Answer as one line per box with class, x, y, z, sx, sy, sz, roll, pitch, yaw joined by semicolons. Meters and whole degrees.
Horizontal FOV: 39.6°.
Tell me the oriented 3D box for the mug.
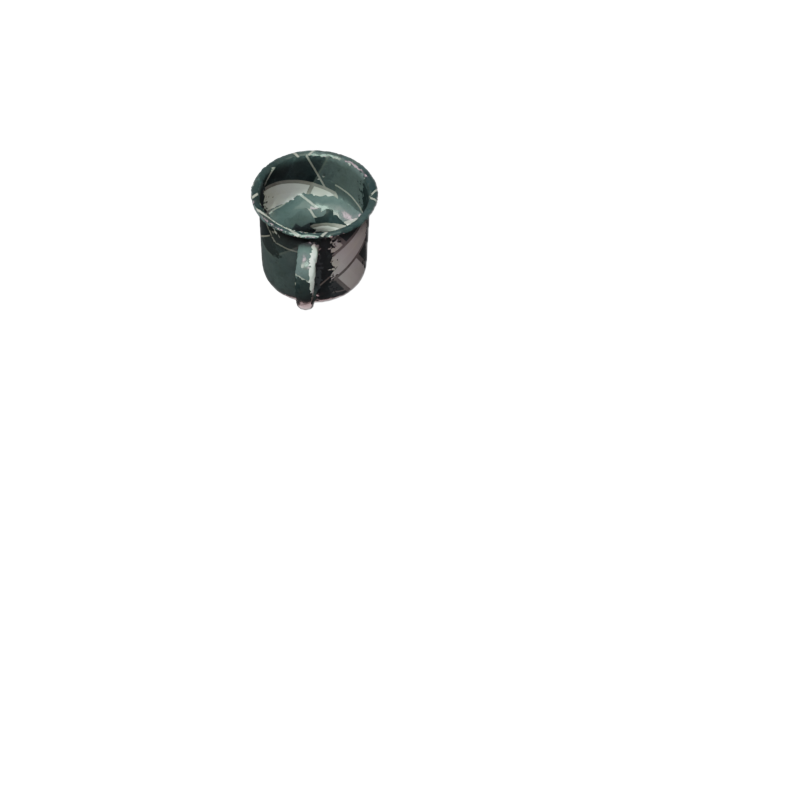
mug;-0.065;-0.118;0.829;0.093;0.125;0.076;2;-40;0
